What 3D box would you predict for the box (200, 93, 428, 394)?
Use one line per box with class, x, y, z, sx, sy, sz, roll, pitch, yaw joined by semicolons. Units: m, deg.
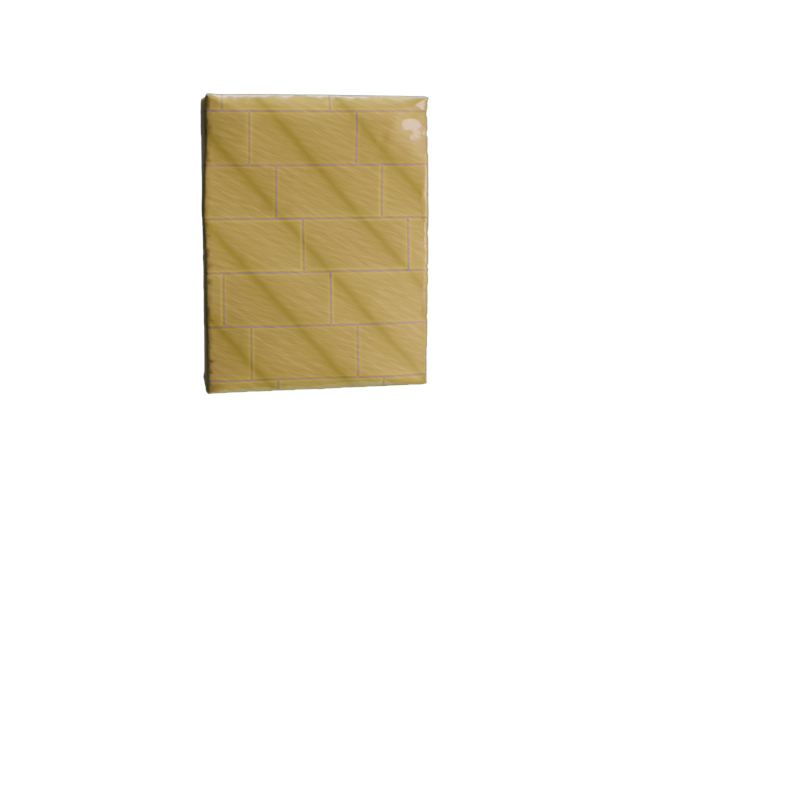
box;-0.064;-0.116;0.813;0.162;0.211;0.073;-1;5;-9
